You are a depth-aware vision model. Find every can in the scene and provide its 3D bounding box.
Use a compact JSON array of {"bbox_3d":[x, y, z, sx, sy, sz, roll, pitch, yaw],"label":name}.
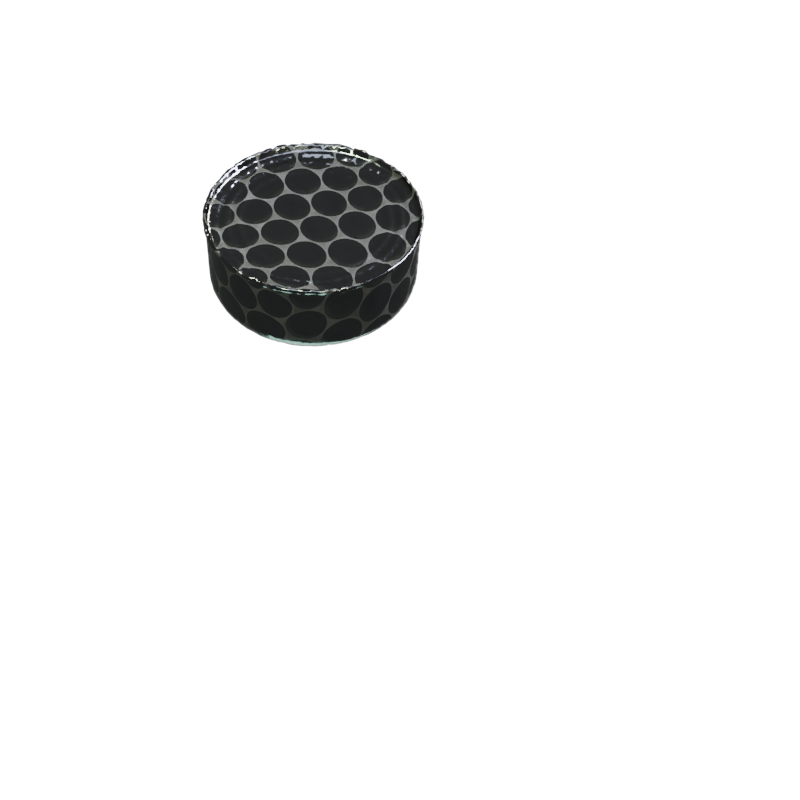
[{"bbox_3d":[-0.035,-0.063,0.441,0.086,0.092,0.031,-1,-42,-1],"label":"can"}]
